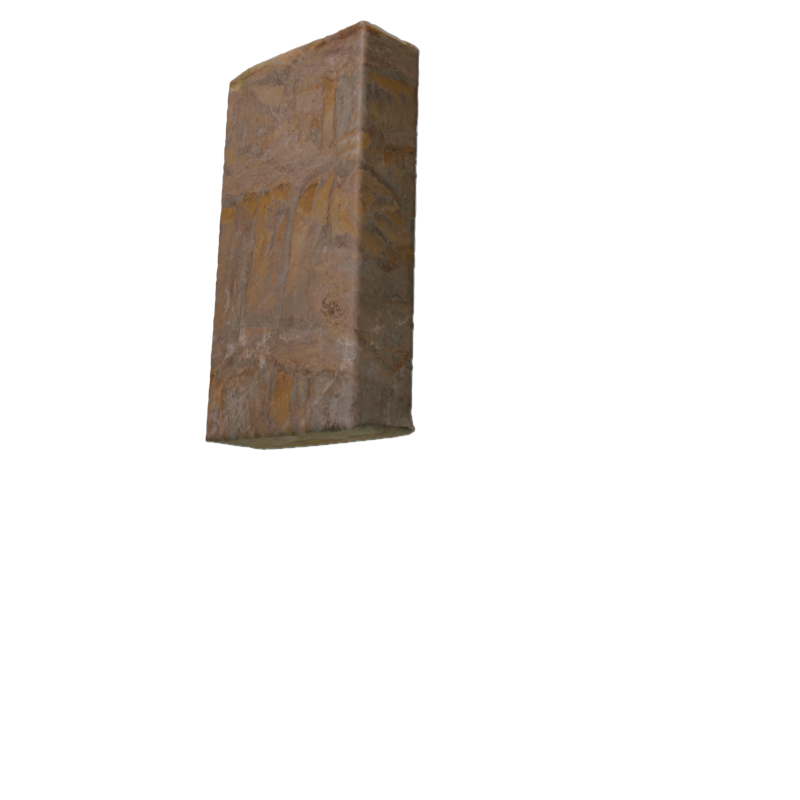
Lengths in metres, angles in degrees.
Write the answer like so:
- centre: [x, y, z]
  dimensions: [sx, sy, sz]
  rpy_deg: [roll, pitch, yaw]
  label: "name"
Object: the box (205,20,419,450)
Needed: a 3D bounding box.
- centre: [-0.039, -0.070, 0.492]
  dimensions: [0.095, 0.182, 0.045]
  rpy_deg: [-13, -18, 41]
  label: "box"
